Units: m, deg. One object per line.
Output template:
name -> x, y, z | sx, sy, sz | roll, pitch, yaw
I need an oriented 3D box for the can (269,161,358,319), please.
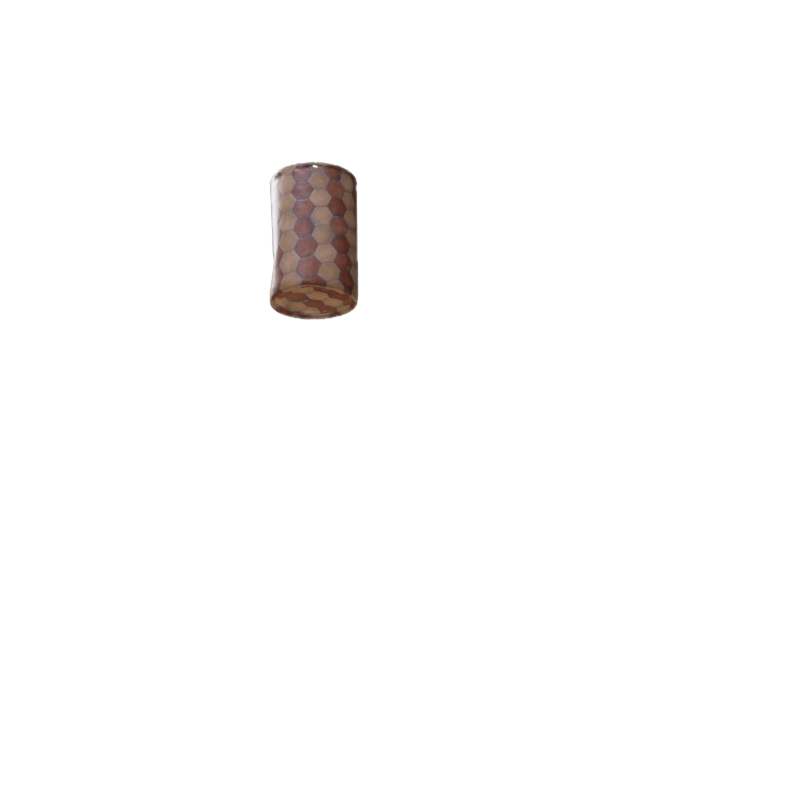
can -> -0.066, -0.120, 0.840 | 0.068, 0.108, 0.065 | 0, -23, -2
